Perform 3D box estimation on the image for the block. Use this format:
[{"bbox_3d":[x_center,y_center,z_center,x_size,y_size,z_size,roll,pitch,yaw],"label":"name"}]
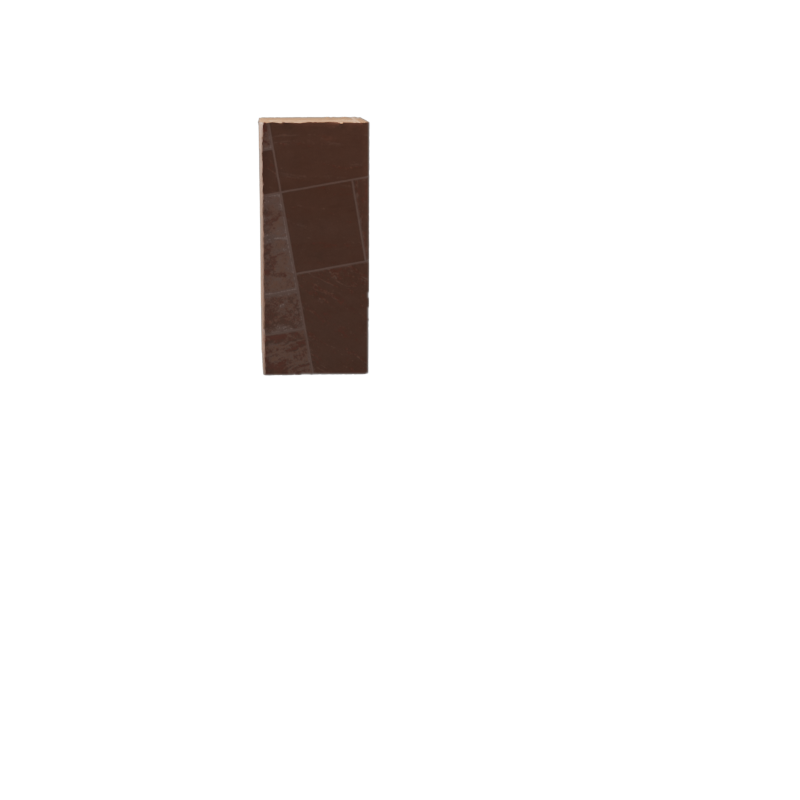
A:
[{"bbox_3d":[-0.074,-0.133,0.933,0.090,0.201,0.094,0,11,-6],"label":"block"}]
